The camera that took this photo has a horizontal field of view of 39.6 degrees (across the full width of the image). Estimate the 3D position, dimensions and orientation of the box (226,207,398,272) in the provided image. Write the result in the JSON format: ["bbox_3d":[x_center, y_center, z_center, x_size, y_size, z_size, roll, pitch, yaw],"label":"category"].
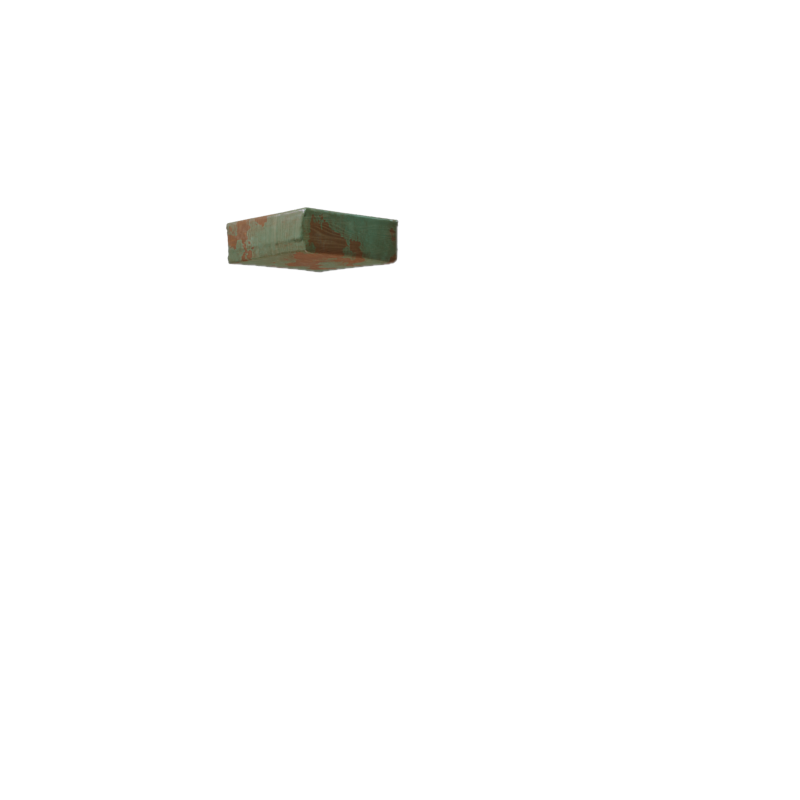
[{"bbox_3d":[-0.070,-0.127,0.892,0.093,0.039,0.108,-2,-2,42],"label":"box"}]
